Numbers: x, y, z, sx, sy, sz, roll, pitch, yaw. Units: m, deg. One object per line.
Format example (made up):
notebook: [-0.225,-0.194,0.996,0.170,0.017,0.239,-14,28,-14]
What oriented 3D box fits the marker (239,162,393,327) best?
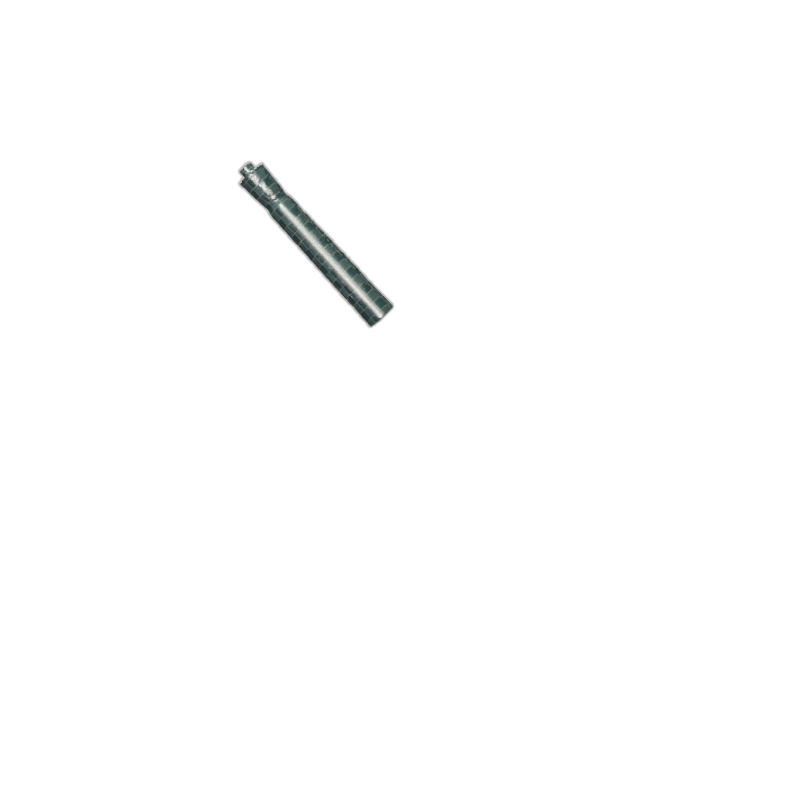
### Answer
marker: [-0.051,-0.093,0.654,0.020,0.122,0.020,-42,-3,-2]
